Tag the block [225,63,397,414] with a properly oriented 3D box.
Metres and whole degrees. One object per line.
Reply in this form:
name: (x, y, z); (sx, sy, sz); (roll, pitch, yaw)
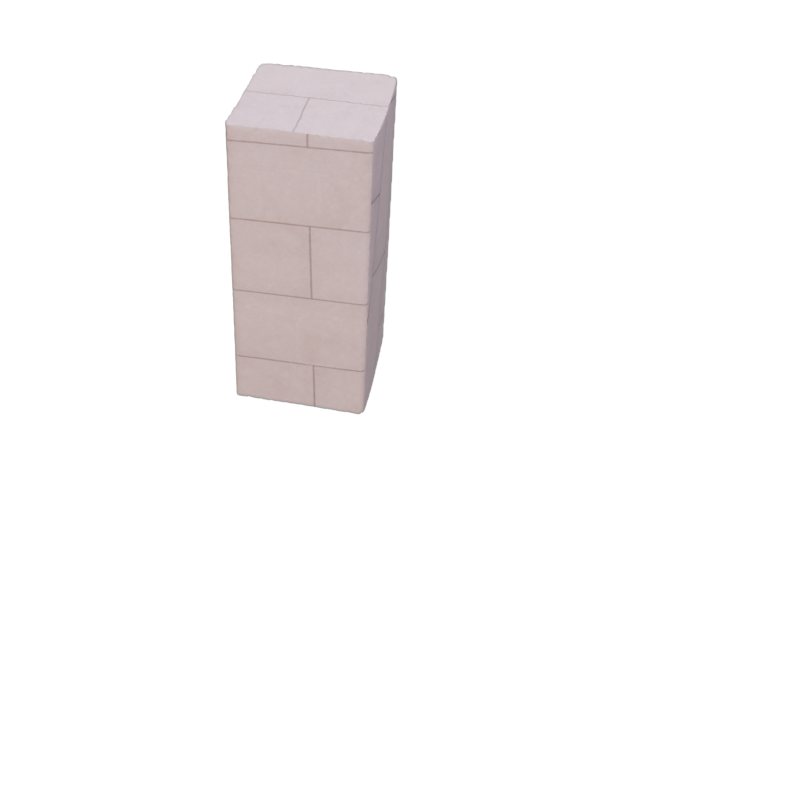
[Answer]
block: (-0.056, -0.103, 0.721); (0.092, 0.193, 0.095); (8, 37, 7)
